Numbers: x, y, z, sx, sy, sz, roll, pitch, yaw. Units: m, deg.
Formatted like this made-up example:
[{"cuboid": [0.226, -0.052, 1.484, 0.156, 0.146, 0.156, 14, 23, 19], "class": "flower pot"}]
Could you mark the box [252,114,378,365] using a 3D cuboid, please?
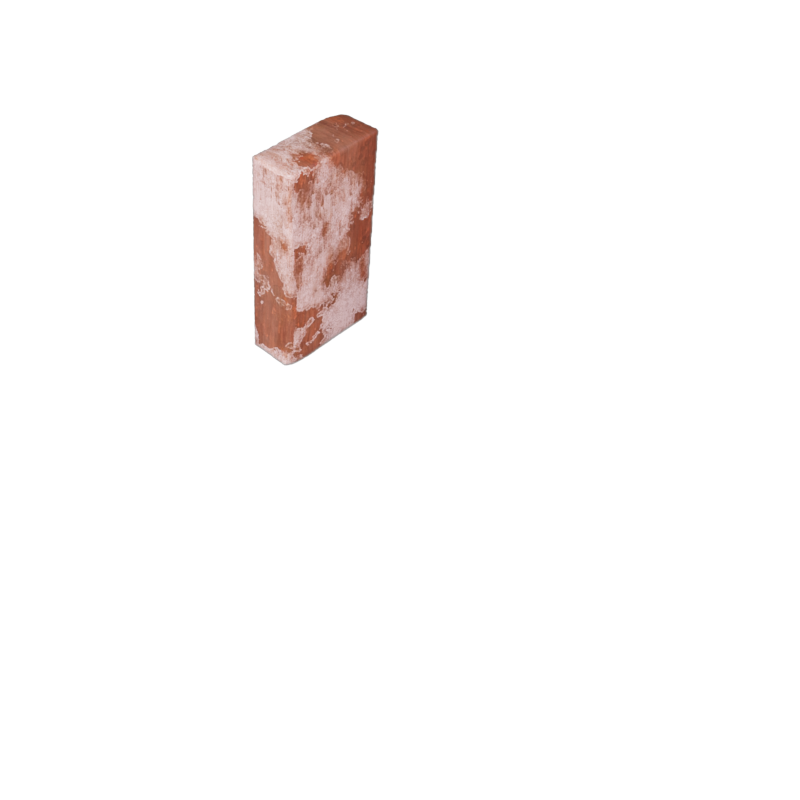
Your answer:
[{"cuboid": [-0.065, -0.118, 0.828, 0.051, 0.165, 0.094, 30, 46, 30], "class": "box"}]
